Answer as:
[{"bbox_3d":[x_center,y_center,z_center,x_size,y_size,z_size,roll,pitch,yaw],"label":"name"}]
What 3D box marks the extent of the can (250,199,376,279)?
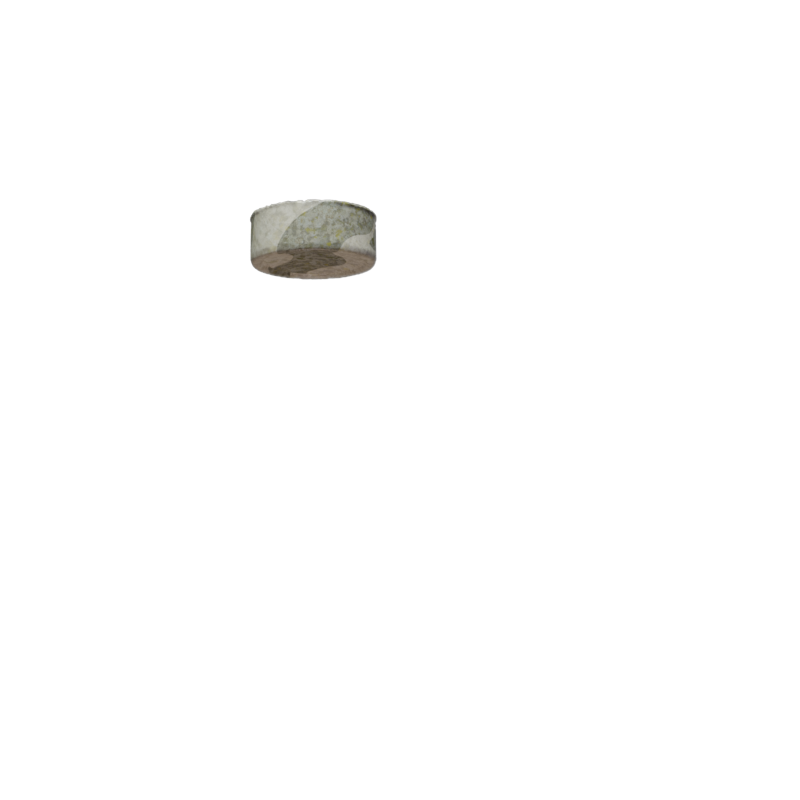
[{"bbox_3d":[-0.058,-0.106,0.745,0.086,0.035,0.084,0,-9,-2],"label":"can"}]
